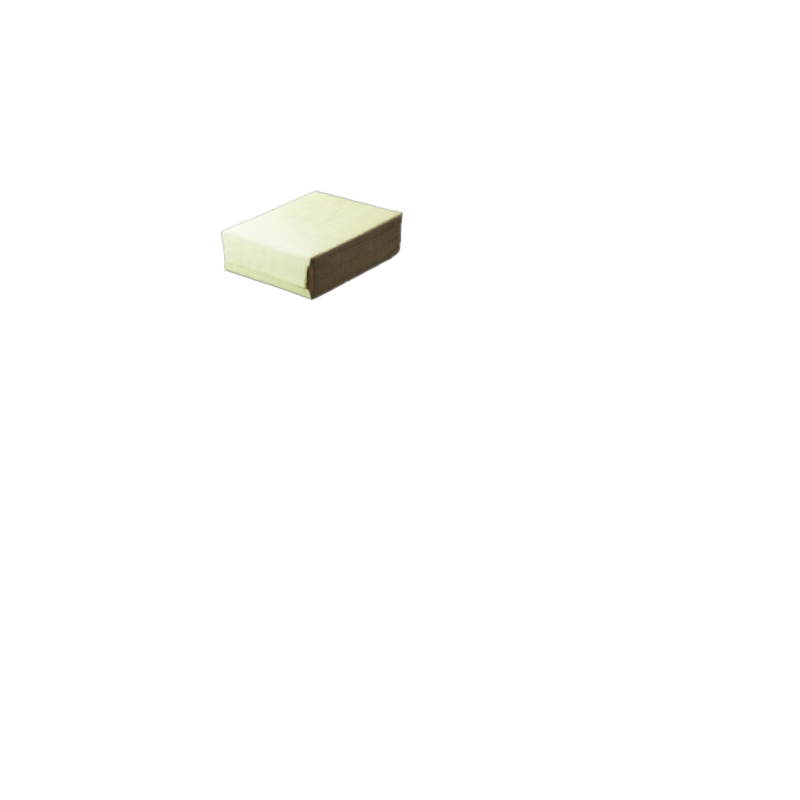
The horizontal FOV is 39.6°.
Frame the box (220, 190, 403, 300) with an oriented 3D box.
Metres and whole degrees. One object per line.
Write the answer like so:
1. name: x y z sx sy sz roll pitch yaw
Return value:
1. box: -0.066 -0.120 0.843 0.095 0.037 0.113 20 34 33
